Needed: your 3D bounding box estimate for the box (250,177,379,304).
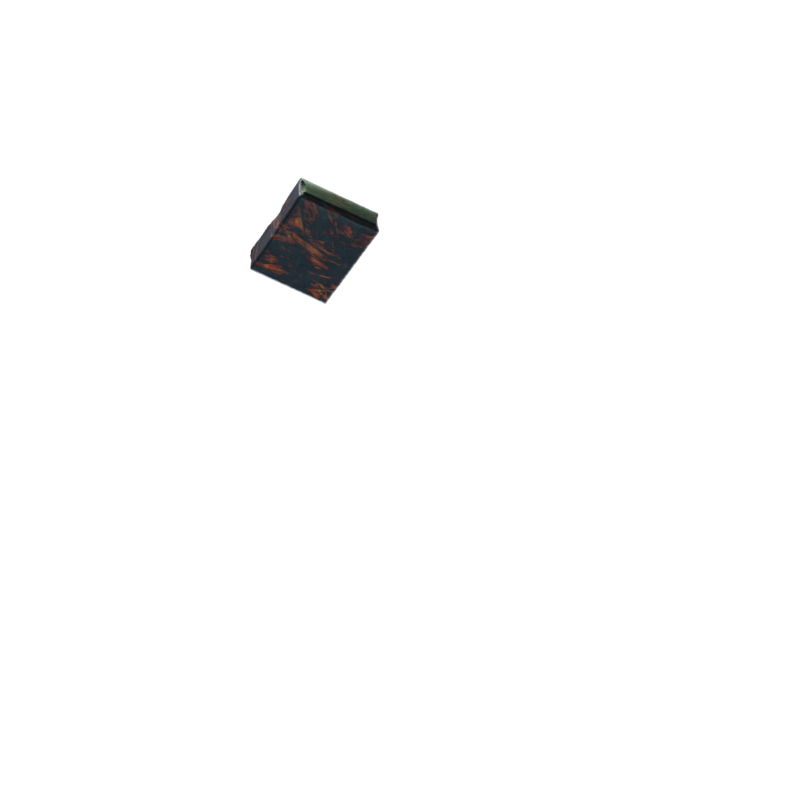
[{"bbox_3d":[-0.071,-0.129,0.903,0.070,0.032,0.087,24,-53,-20],"label":"box"}]
